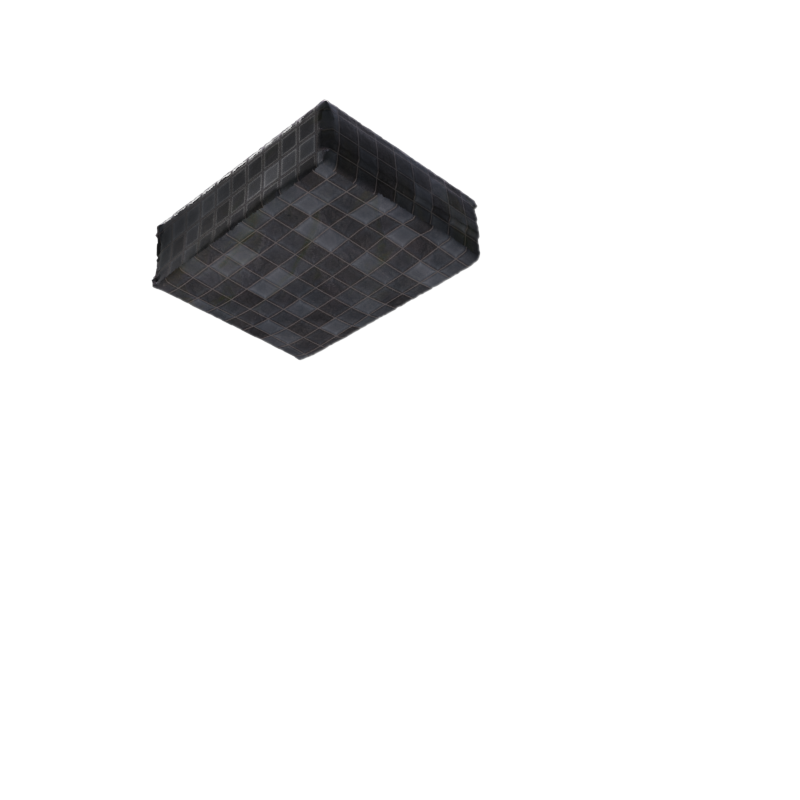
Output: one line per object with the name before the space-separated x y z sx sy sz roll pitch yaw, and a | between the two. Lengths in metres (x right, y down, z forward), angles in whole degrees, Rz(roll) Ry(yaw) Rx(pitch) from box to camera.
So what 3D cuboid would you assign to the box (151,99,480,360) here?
box | -0.037 -0.067 0.472 0.113 0.042 0.084 -30 -45 35
